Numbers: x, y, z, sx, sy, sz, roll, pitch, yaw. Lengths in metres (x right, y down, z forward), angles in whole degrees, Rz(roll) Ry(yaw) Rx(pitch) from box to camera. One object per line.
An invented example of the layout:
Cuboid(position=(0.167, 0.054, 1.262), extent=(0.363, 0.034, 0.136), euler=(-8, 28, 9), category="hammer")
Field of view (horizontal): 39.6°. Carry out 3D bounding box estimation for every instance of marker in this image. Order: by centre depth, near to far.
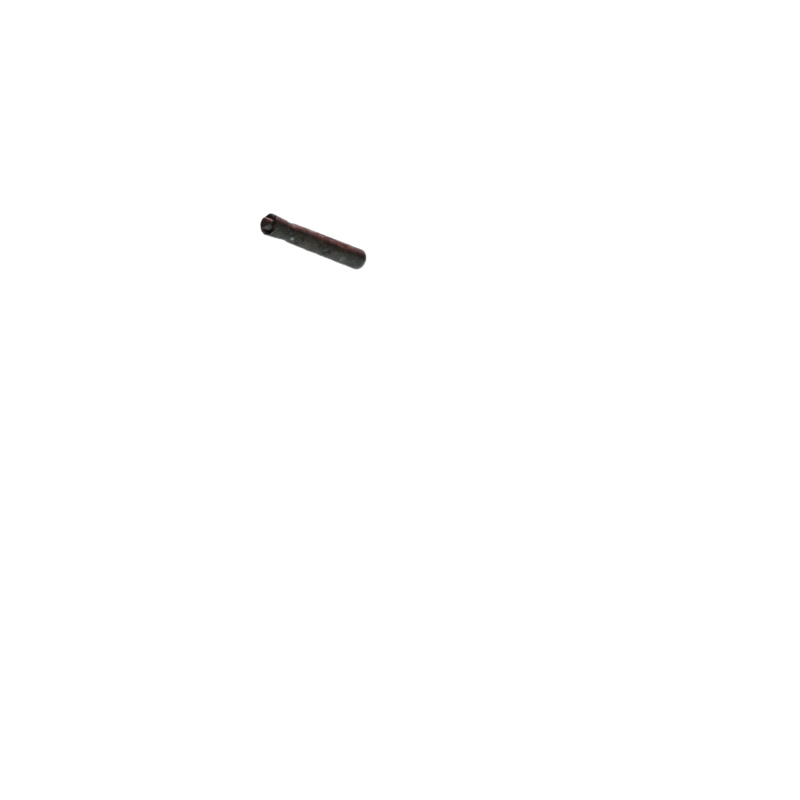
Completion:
Cuboid(position=(-0.074, -0.135, 0.943), extent=(0.021, 0.020, 0.114), euler=(4, -8, 42), category="marker")
